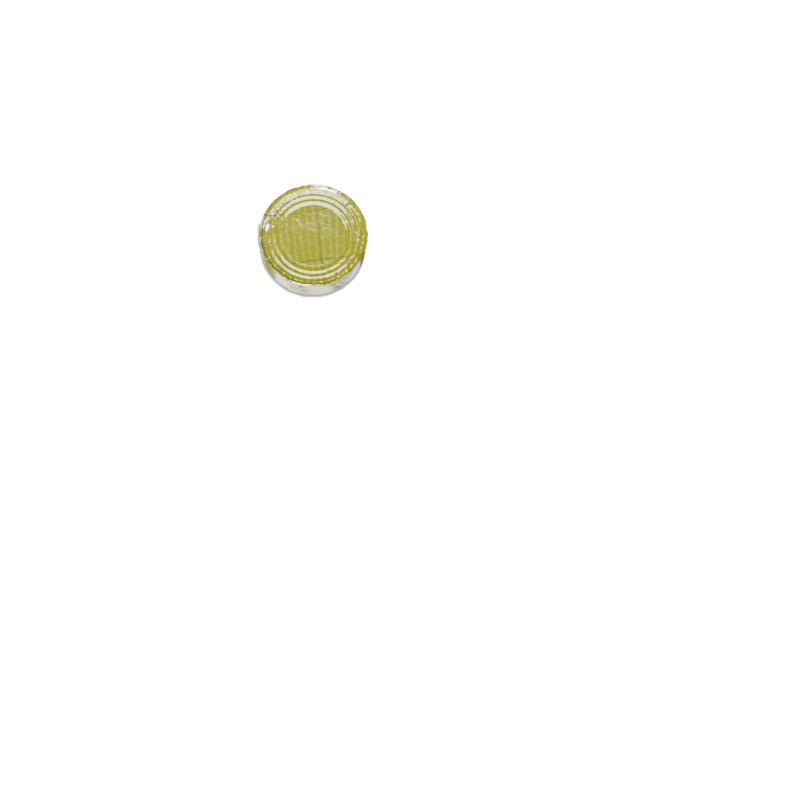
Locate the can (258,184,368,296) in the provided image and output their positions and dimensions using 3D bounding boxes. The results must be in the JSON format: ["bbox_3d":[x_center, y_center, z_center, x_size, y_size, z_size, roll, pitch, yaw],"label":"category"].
[{"bbox_3d":[-0.069,-0.127,0.887,0.086,0.090,0.032,-1,-19,-1],"label":"can"}]
